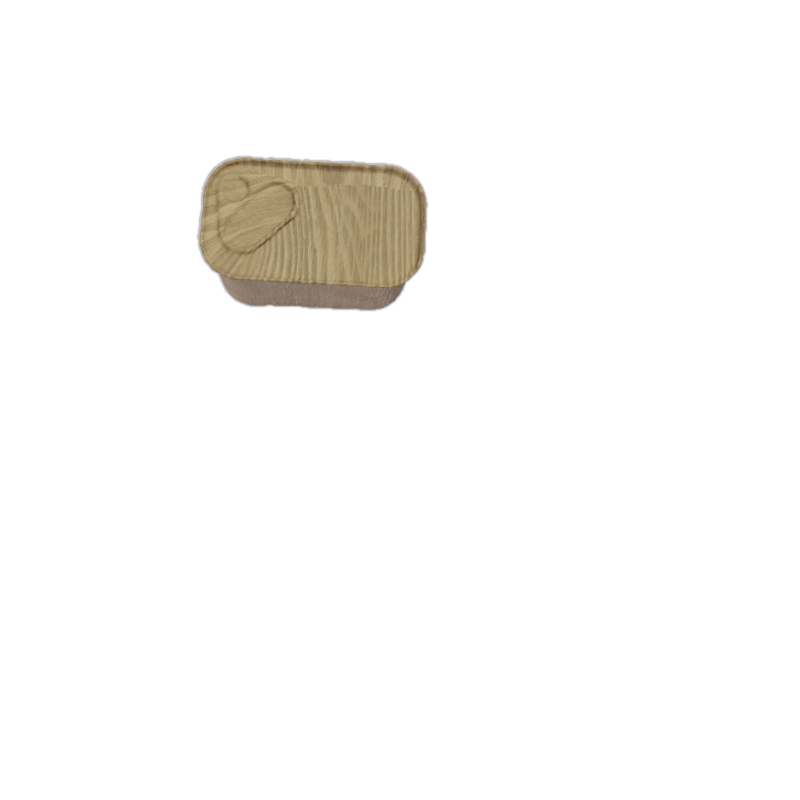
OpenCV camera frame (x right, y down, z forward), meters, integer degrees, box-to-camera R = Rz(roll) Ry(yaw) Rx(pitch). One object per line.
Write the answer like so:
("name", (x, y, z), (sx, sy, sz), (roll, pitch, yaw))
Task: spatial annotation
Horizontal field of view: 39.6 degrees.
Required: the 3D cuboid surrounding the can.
("can", (-0.042, -0.077, 0.539), (0.102, 0.059, 0.082), (3, -8, -1))
